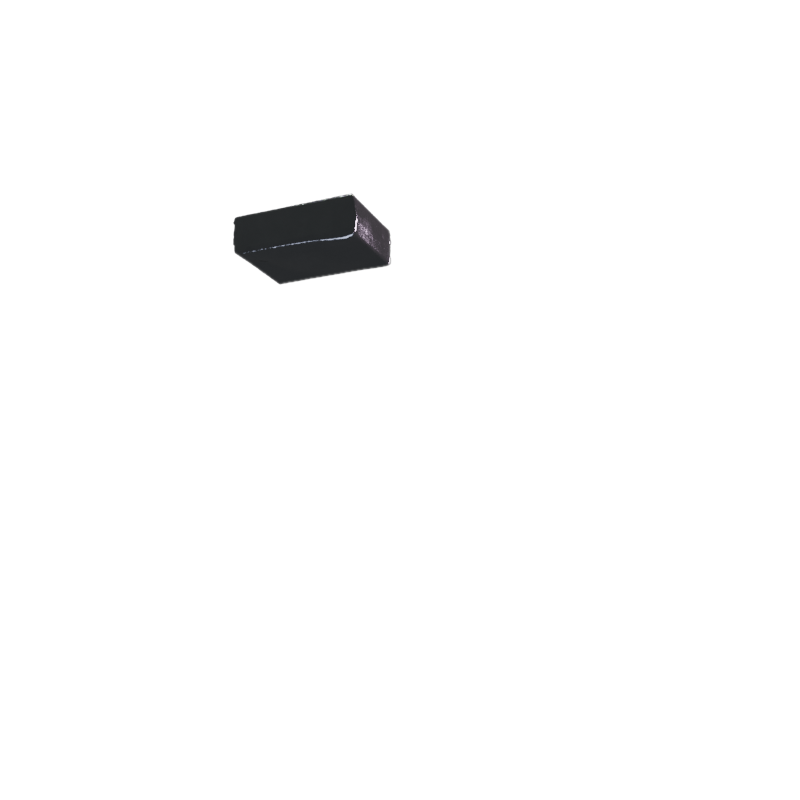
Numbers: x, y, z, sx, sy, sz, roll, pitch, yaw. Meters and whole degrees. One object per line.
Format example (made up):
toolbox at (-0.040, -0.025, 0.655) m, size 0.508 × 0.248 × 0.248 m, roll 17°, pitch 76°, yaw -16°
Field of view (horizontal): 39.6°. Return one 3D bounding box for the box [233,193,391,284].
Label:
box at (-0.075, -0.137, 0.959) m, size 0.116 × 0.040 × 0.084 m, roll -6°, pitch -15°, yaw 21°
